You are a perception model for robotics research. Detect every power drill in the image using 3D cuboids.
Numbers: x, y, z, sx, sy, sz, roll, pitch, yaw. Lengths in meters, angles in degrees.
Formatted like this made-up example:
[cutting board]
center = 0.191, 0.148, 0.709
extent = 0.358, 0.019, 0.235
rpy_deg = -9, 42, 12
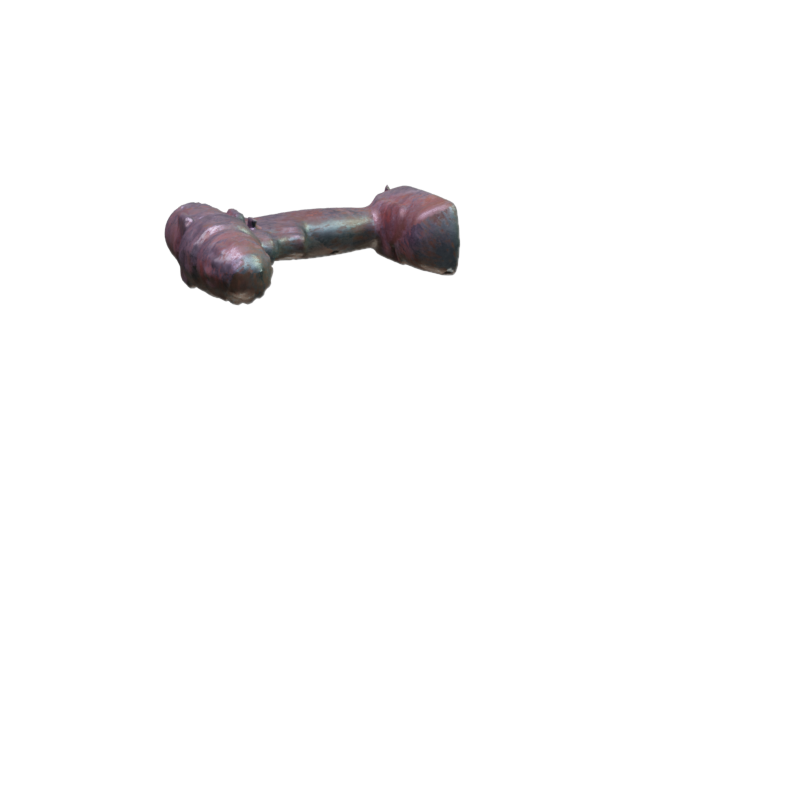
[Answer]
[power drill]
center = -0.059, -0.108, 0.754
extent = 0.184, 0.055, 0.195
rpy_deg = -6, 20, -18
